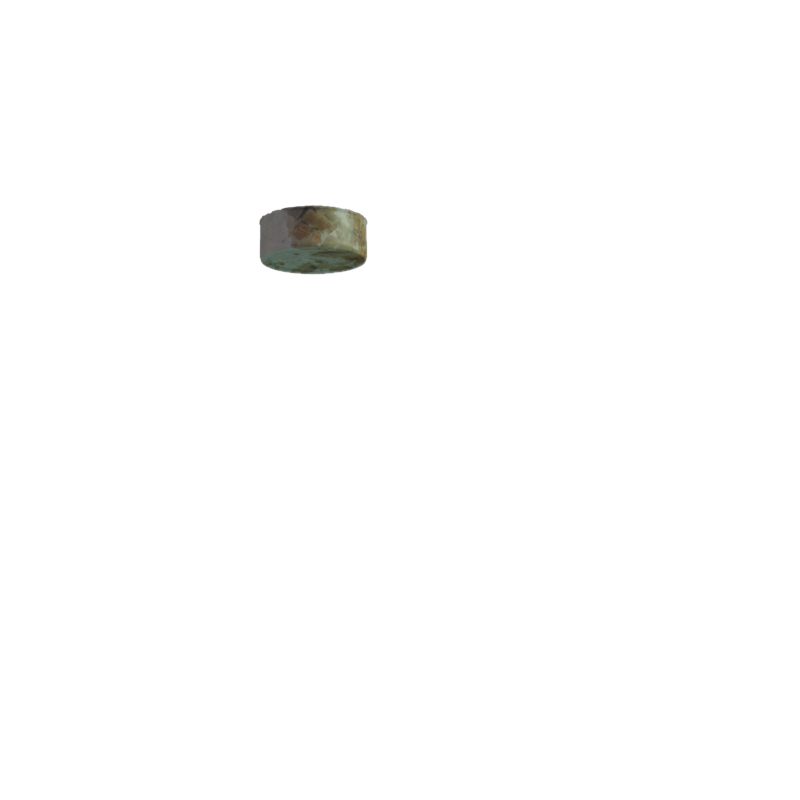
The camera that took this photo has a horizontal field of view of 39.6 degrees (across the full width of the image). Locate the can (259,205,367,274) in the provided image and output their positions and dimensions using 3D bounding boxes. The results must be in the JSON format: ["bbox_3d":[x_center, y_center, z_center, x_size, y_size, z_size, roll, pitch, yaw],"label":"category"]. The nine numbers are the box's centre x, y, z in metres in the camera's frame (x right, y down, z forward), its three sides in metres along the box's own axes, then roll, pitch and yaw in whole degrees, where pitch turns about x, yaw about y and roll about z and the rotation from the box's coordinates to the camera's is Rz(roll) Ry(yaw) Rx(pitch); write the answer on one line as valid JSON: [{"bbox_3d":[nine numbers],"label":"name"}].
[{"bbox_3d":[-0.068,-0.125,0.875,0.086,0.035,0.084,0,-9,-2],"label":"can"}]
